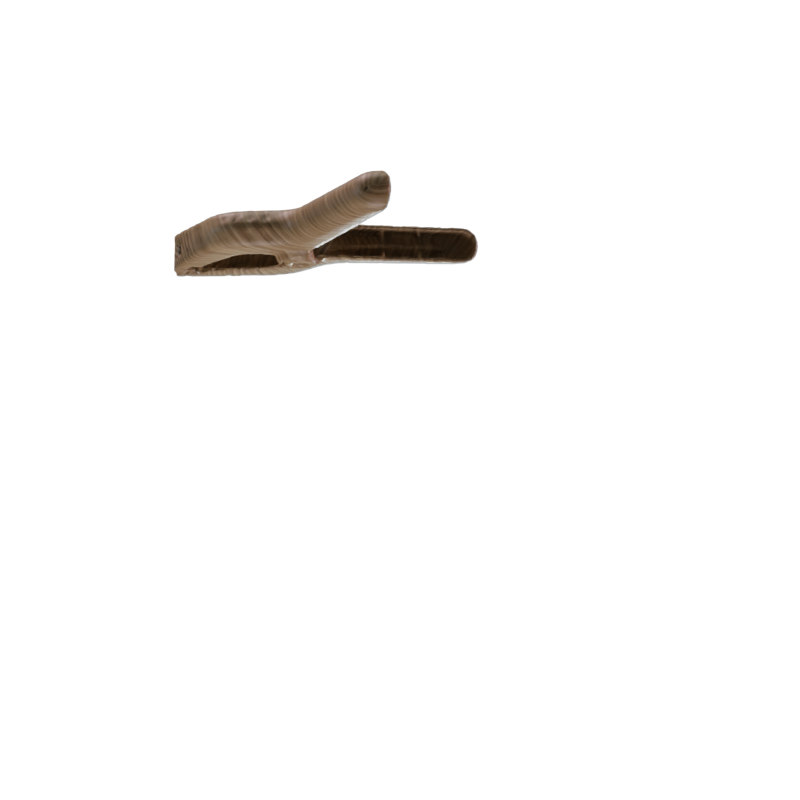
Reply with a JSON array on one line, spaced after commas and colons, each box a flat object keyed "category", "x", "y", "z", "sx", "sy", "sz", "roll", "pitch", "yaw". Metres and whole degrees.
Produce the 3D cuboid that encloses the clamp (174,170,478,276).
[{"category": "clamp", "x": -0.060, "y": -0.109, "z": 0.763, "sx": 0.215, "sy": 0.037, "sz": 0.155, "roll": -5, "pitch": -10, "yaw": 32}]
